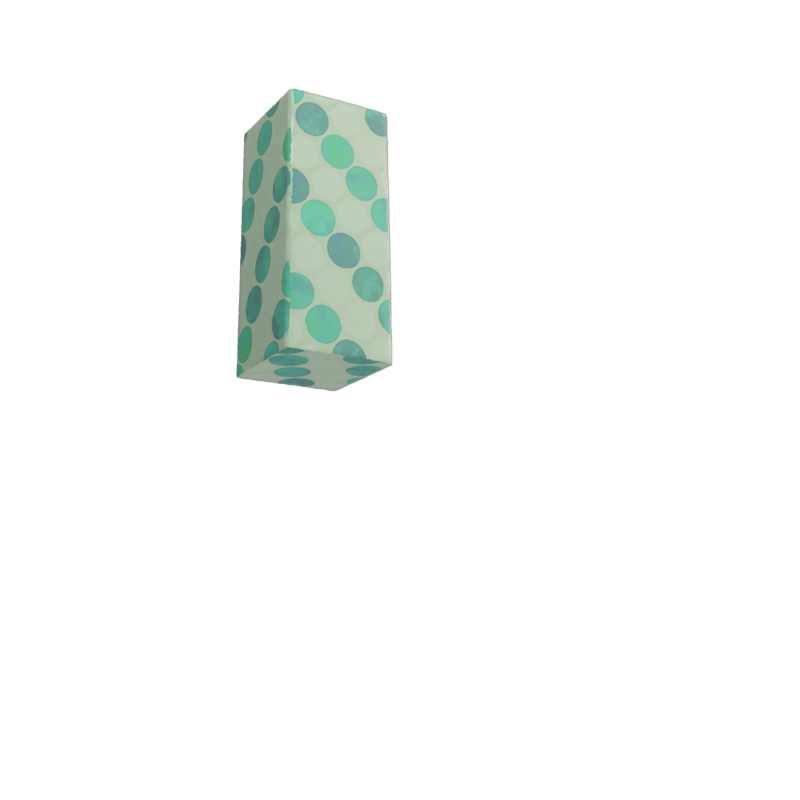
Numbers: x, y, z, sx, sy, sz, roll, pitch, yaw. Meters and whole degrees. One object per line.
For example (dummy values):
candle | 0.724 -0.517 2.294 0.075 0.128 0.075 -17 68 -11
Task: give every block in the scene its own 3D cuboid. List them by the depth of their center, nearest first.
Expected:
block | -0.066 -0.122 0.857 0.086 0.216 0.090 10 -24 -29
